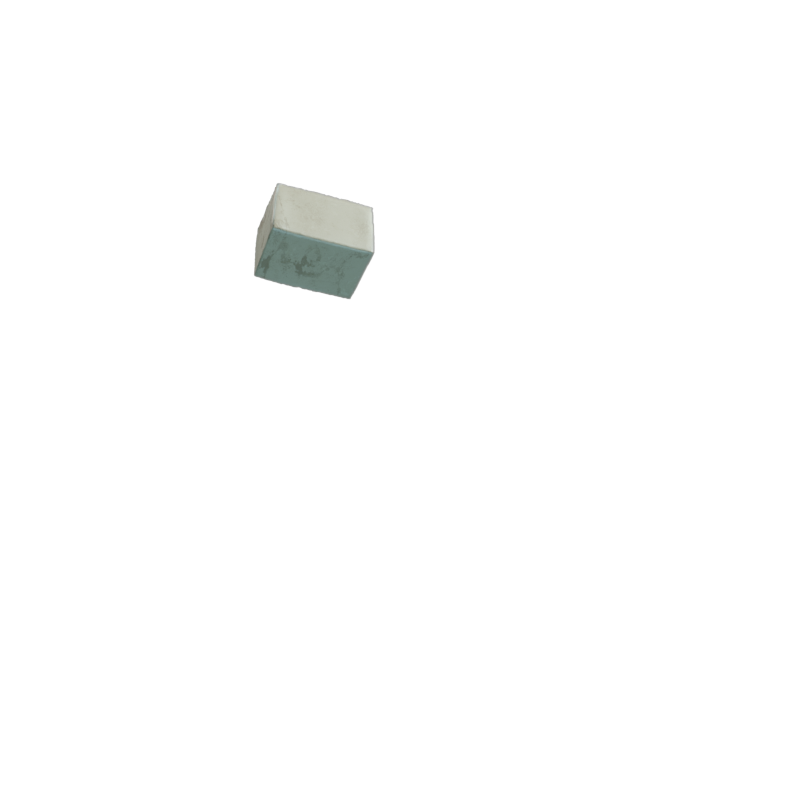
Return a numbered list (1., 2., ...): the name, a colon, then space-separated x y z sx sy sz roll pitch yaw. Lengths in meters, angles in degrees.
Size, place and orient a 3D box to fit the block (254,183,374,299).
1. block: -0.064 -0.116 0.814 0.076 0.055 0.050 13 -46 -15
